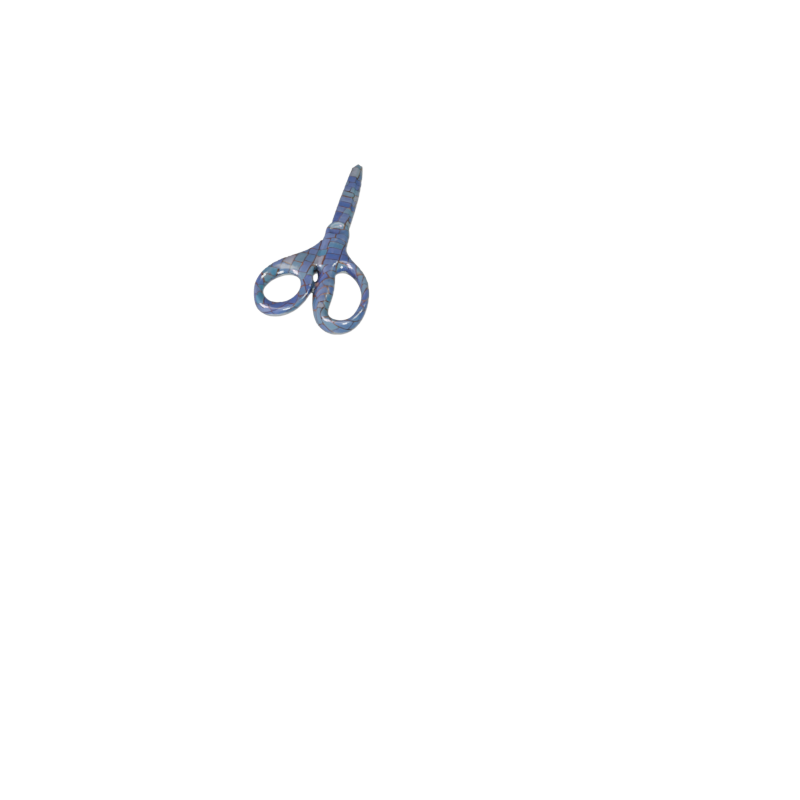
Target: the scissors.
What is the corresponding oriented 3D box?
[{"bbox_3d":[-0.069,-0.126,0.884,0.096,0.015,0.217,-4,44,-4],"label":"scissors"}]
